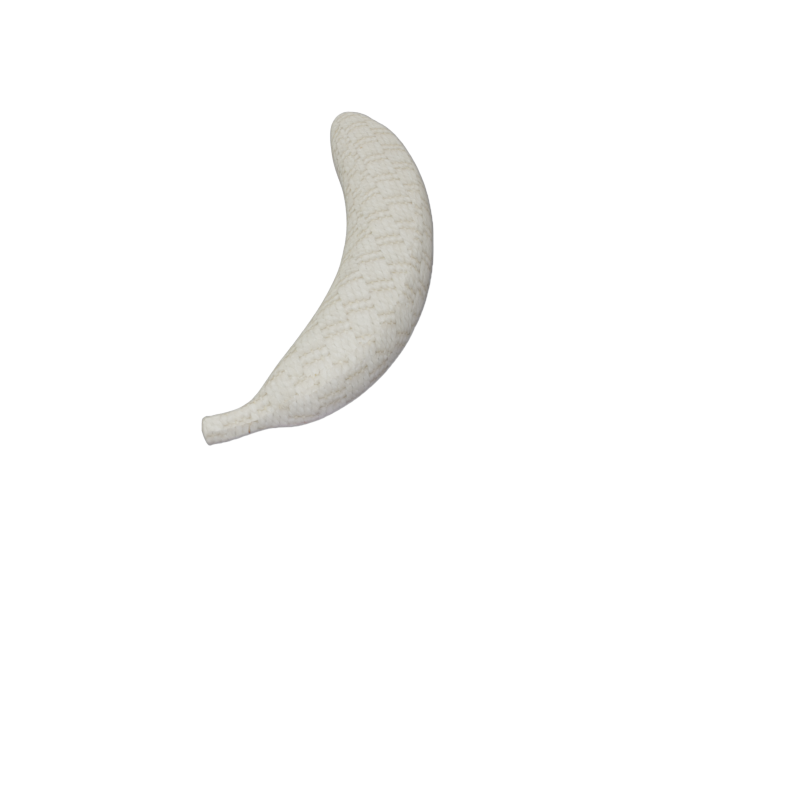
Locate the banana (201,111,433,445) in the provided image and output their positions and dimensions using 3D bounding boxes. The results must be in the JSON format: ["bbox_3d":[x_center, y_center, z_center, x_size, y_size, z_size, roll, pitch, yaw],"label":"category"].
[{"bbox_3d":[-0.020,-0.060,0.465,0.071,0.208,0.034,10,-42,8],"label":"banana"}]
